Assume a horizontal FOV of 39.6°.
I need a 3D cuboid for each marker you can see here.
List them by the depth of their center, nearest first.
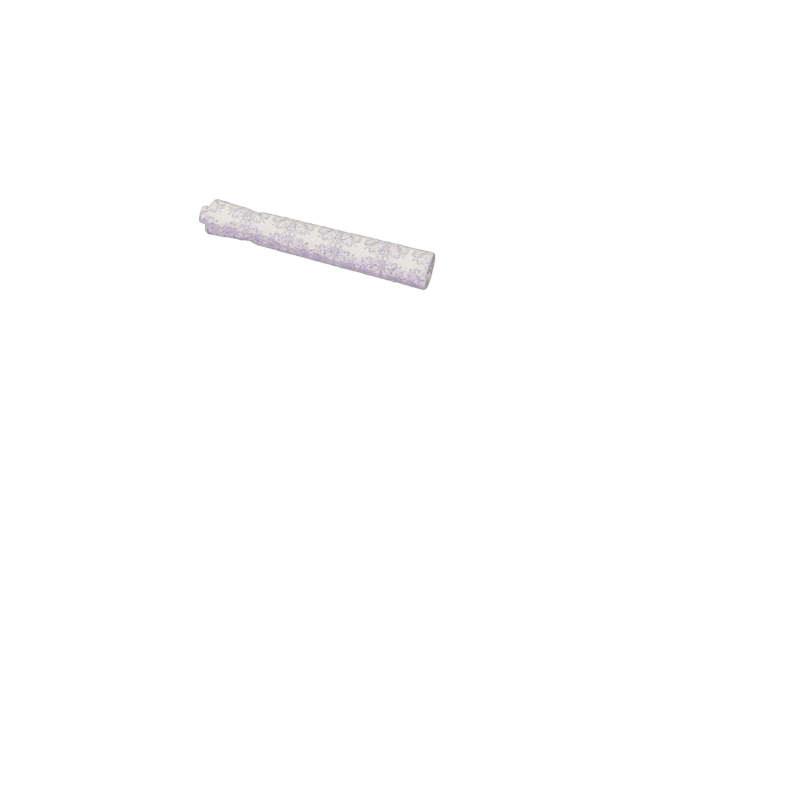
[{"bbox_3d":[-0.043,-0.079,0.552,0.124,0.020,0.019,16,7,14],"label":"marker"}]
